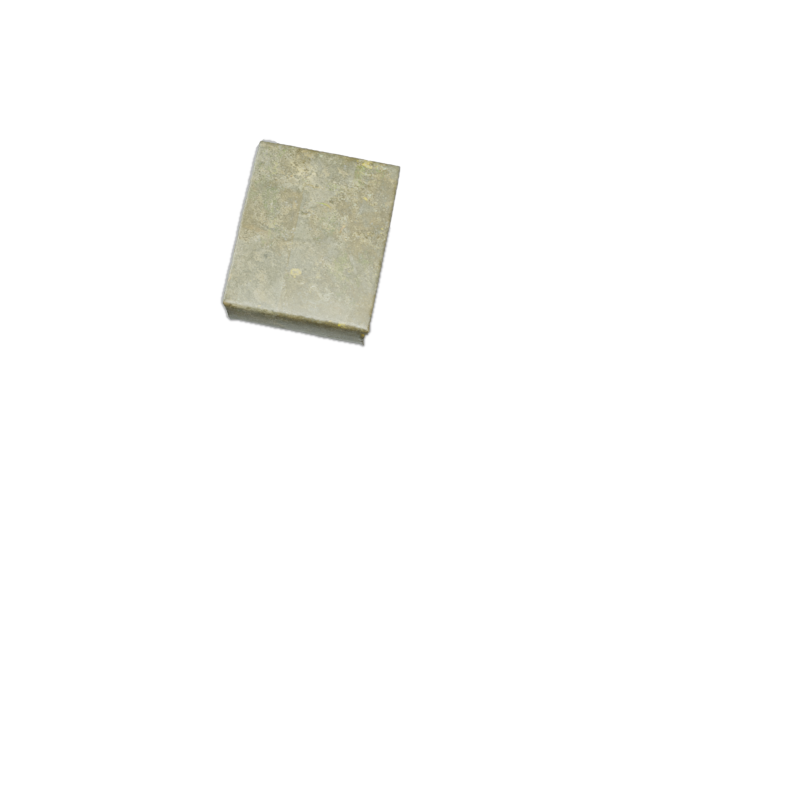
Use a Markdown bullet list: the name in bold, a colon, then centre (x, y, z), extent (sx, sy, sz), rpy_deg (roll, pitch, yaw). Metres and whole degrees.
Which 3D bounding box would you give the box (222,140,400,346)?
- **box**: centre (-0.054, -0.097, 0.683), extent (0.090, 0.118, 0.037), rpy_deg (10, -18, 2)
